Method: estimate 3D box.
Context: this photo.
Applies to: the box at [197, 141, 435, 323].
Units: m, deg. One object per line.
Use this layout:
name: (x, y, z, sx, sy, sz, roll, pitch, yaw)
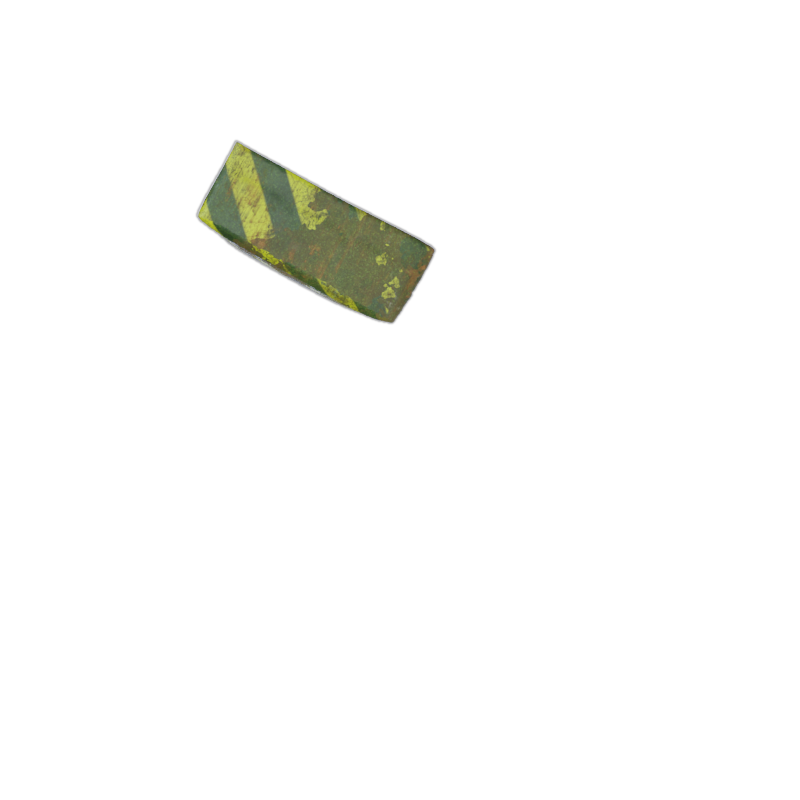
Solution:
box: (-0.070, -0.127, 0.888, 0.164, 0.072, 0.215, 28, 2, -4)
